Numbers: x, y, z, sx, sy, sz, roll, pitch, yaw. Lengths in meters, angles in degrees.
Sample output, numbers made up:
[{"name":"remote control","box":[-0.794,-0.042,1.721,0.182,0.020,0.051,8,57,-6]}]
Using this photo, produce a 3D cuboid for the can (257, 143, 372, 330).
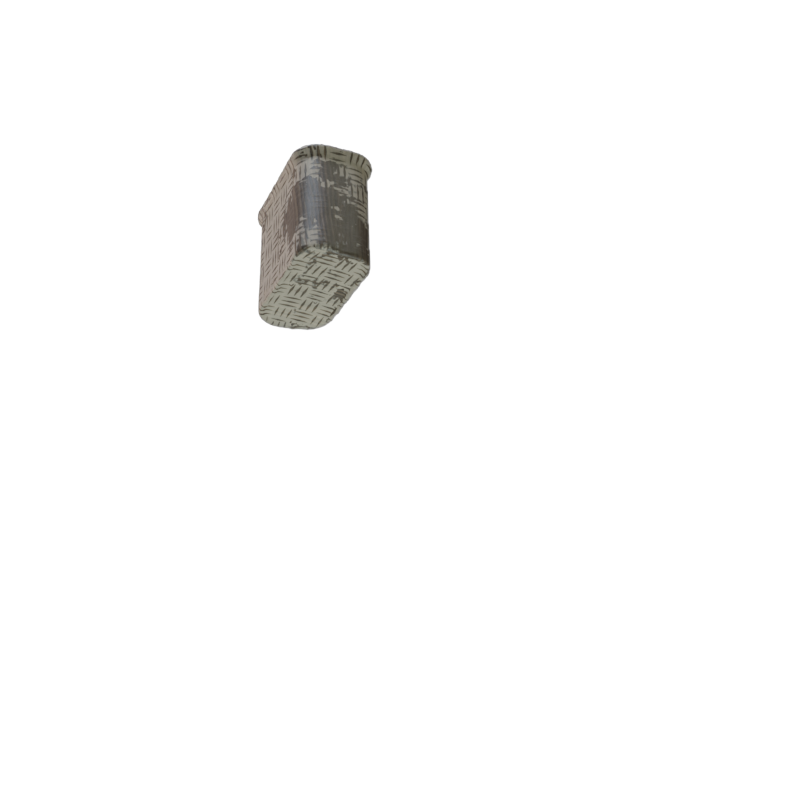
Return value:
[{"name":"can","box":[-0.058,-0.106,0.743,0.056,0.089,0.099,13,-35,-22]}]
